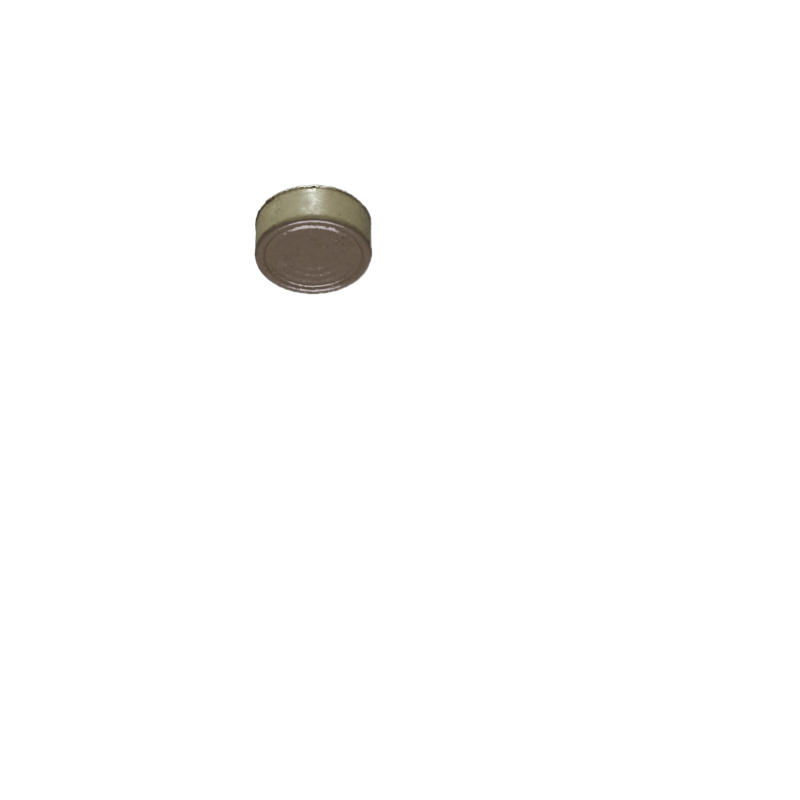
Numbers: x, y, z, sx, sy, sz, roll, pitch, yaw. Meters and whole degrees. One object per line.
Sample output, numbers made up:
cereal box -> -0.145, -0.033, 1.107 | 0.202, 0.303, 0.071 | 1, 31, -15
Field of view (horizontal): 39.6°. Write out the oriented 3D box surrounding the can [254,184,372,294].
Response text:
can -> -0.063, -0.115, 0.804 | 0.086, 0.036, 0.080 | 1, -37, -2
